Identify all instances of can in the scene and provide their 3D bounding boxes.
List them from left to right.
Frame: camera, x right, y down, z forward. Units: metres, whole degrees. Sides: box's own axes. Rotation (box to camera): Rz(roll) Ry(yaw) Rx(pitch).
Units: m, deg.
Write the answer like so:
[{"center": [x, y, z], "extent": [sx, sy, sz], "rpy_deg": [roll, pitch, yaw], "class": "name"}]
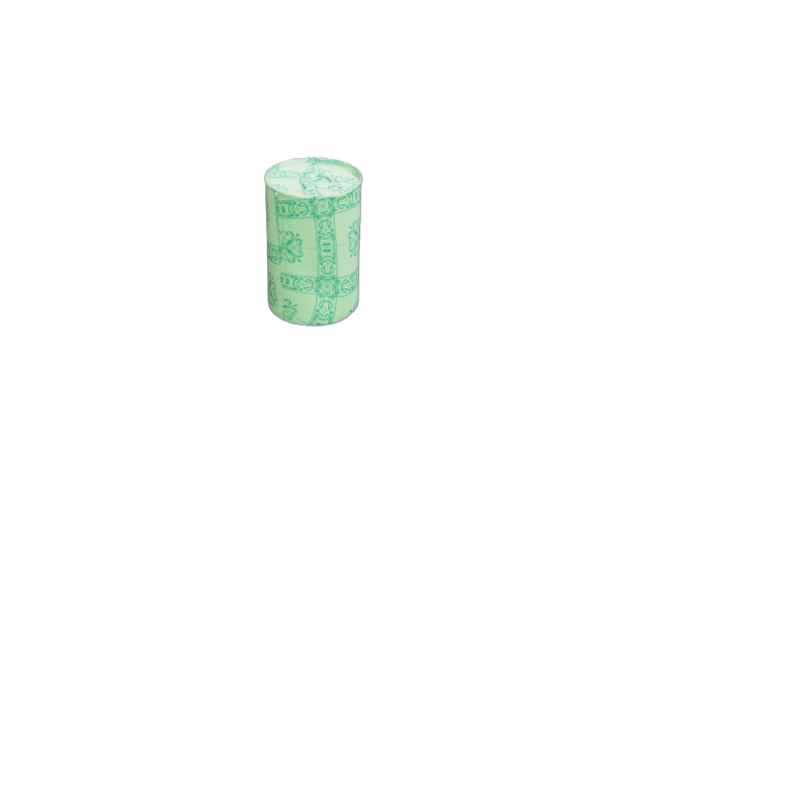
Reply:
[{"center": [-0.061, -0.112, 0.783], "extent": [0.068, 0.096, 0.073], "rpy_deg": [0, 30, -2], "class": "can"}]
